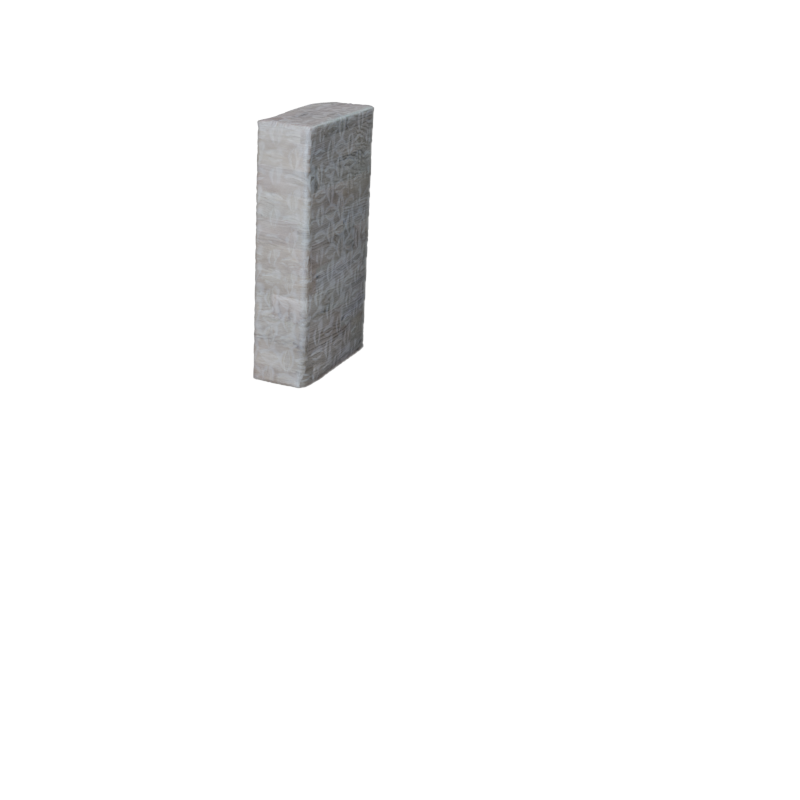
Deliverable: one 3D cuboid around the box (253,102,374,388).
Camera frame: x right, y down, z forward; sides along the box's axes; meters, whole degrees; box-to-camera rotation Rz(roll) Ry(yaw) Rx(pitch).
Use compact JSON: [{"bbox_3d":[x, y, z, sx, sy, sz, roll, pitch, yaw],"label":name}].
[{"bbox_3d":[-0.058,-0.106,0.740,0.050,0.170,0.093,9,19,24],"label":"box"}]
